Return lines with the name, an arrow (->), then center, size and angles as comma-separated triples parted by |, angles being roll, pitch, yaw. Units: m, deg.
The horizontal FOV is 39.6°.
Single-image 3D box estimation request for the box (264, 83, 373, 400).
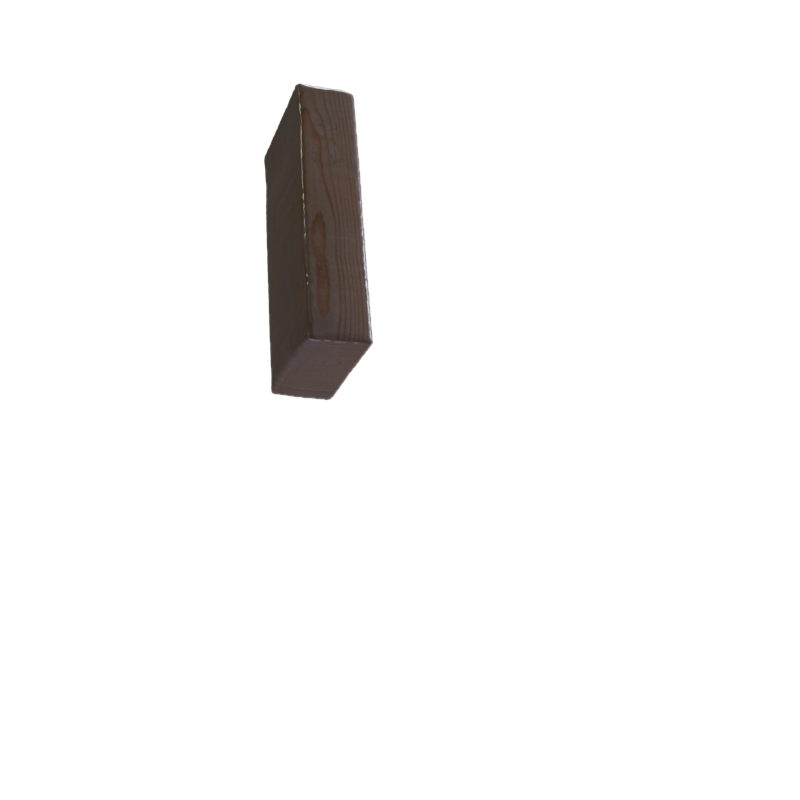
box -> -0.054, -0.099, 0.692 | 0.047, 0.187, 0.090 | 7, -28, -18
